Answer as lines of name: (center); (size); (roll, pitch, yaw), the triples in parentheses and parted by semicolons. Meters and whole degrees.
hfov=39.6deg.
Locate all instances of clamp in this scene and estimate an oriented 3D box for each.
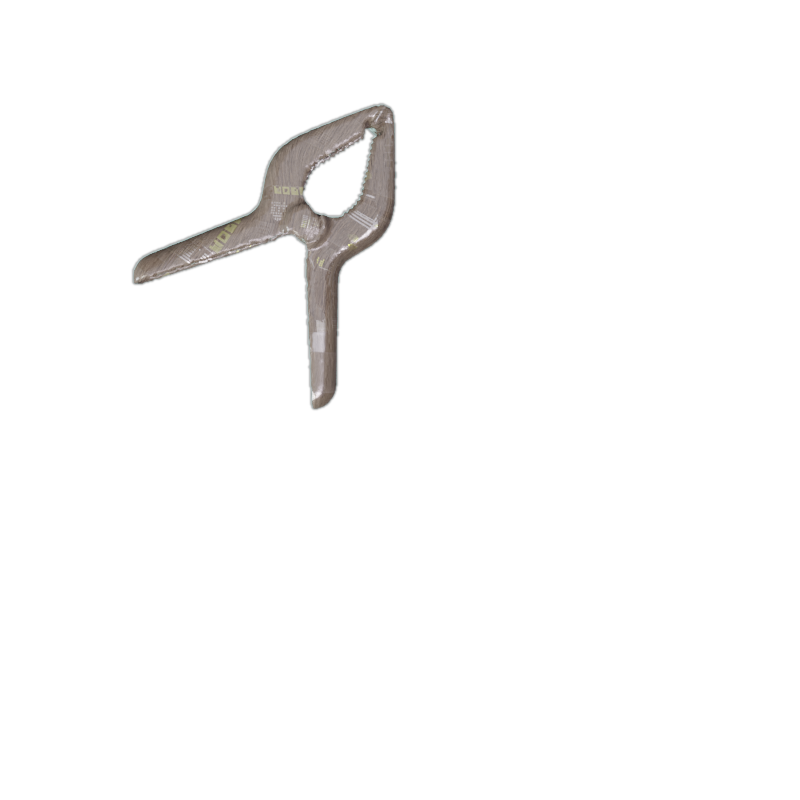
clamp: (-0.061, -0.111, 0.777); (0.166, 0.211, 0.036); (41, -3, 3)
